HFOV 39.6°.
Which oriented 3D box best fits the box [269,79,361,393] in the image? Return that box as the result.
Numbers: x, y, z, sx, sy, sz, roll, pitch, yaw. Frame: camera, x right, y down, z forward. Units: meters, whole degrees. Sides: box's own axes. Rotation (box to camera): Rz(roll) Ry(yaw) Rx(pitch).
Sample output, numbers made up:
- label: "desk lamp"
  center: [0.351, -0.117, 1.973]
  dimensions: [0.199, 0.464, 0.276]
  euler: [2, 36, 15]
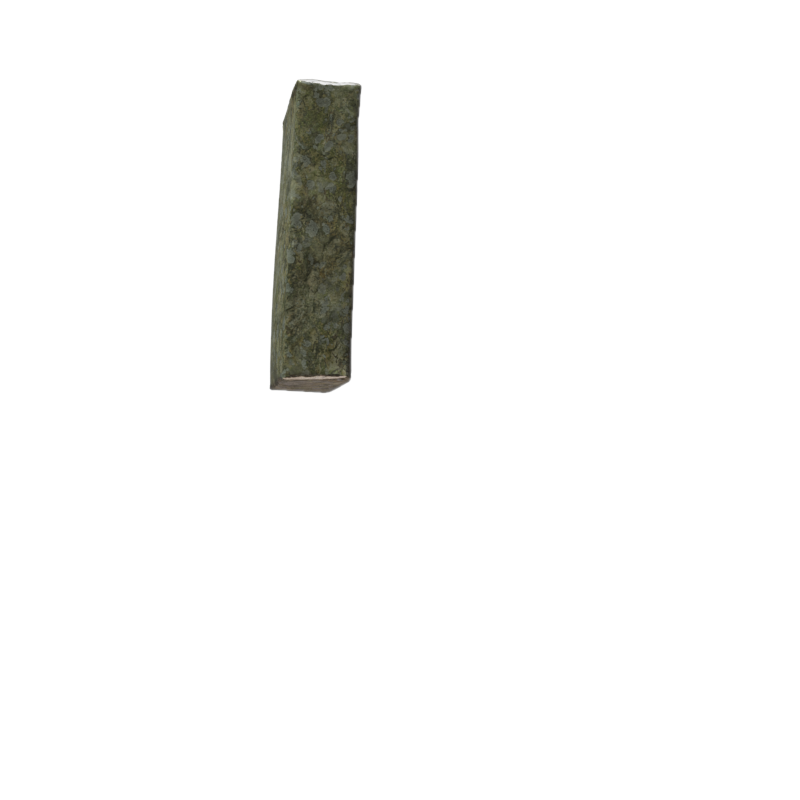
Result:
- label: "box"
  center: [-0.053, -0.096, 0.673]
  dimensions: [0.047, 0.181, 0.092]
  euler: [1, -10, -11]
